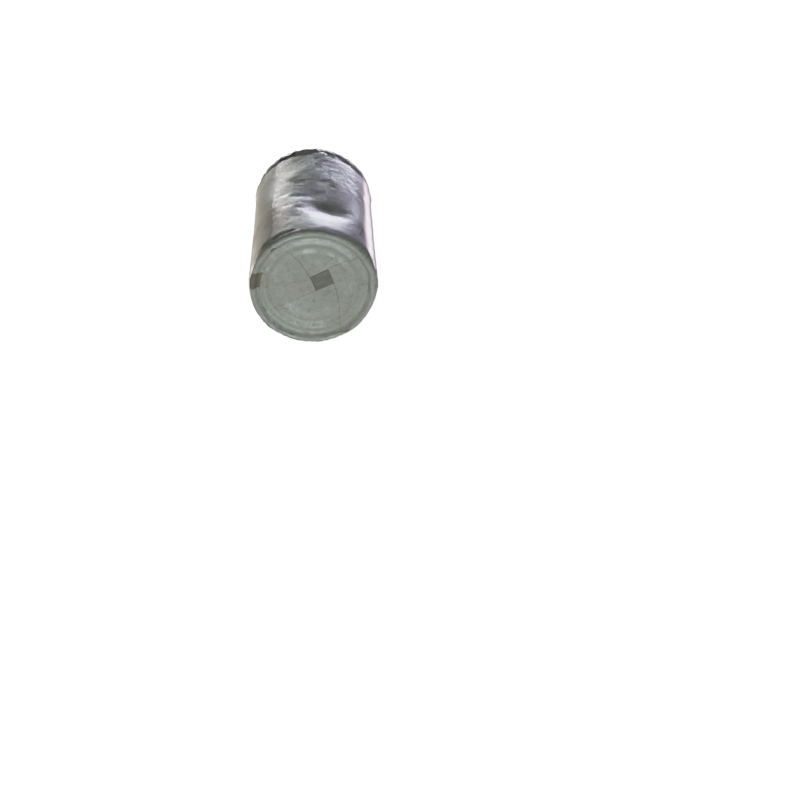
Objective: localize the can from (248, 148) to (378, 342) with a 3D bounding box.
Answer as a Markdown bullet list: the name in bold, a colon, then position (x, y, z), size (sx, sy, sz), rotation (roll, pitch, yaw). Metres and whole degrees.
- **can**: position (-0.048, -0.087, 0.609), size (0.068, 0.064, 0.109), rotation (-1, 33, -3)
